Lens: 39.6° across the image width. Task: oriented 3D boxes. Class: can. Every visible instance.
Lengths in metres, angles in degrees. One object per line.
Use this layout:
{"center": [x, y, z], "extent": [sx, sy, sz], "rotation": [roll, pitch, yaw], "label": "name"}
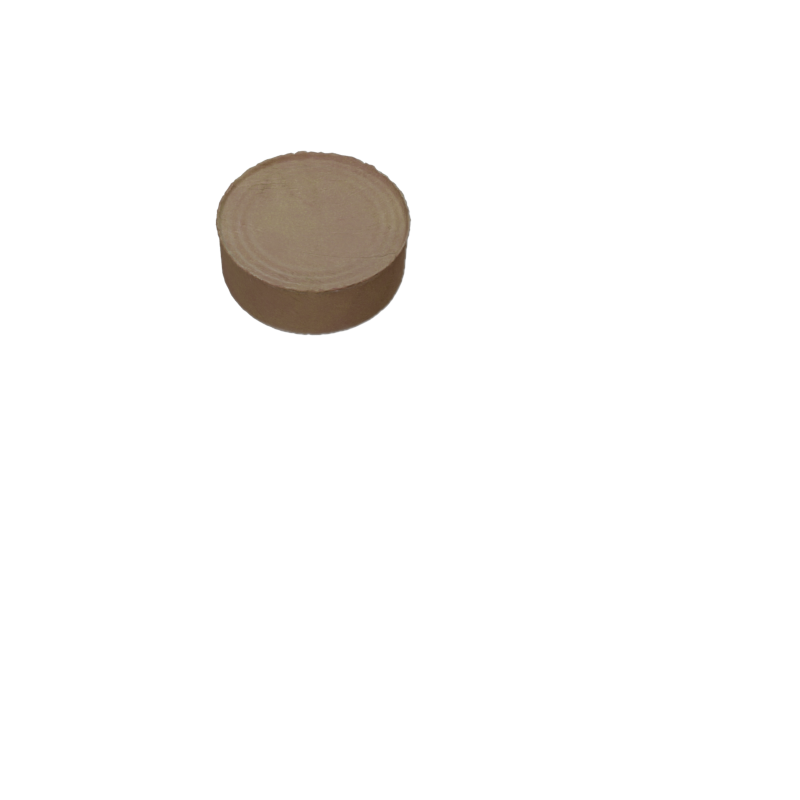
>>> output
{"center": [-0.039, -0.071, 0.500], "extent": [0.086, 0.092, 0.031], "rotation": [-1, -39, -1], "label": "can"}
